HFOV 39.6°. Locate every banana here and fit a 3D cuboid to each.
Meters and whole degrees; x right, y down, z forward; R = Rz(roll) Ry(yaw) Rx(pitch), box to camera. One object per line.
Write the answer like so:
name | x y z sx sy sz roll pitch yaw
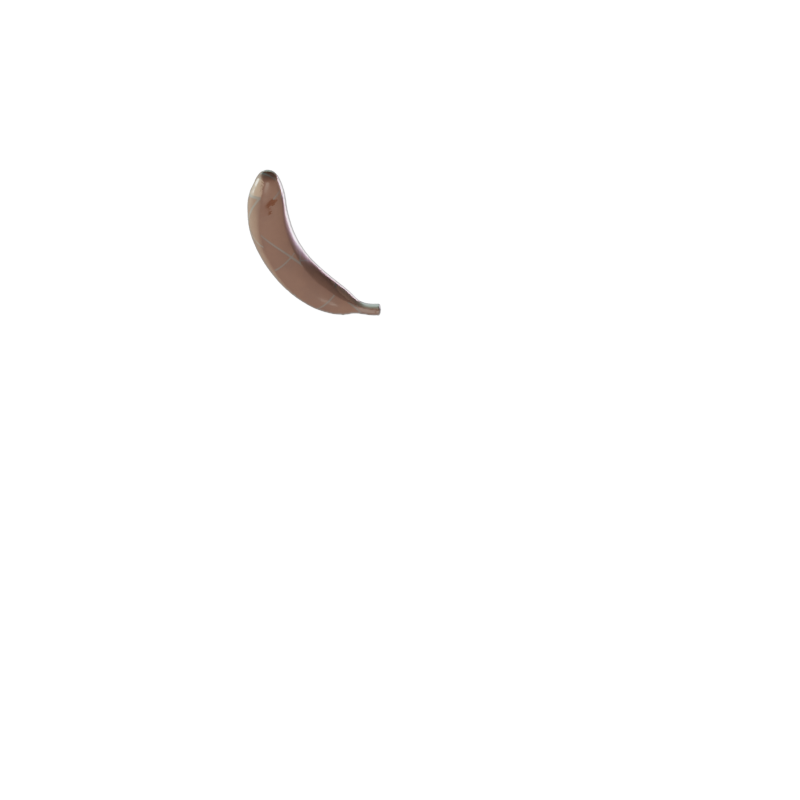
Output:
banana | -0.092 -0.134 1.003 0.070 0.039 0.183 -22 -46 22
